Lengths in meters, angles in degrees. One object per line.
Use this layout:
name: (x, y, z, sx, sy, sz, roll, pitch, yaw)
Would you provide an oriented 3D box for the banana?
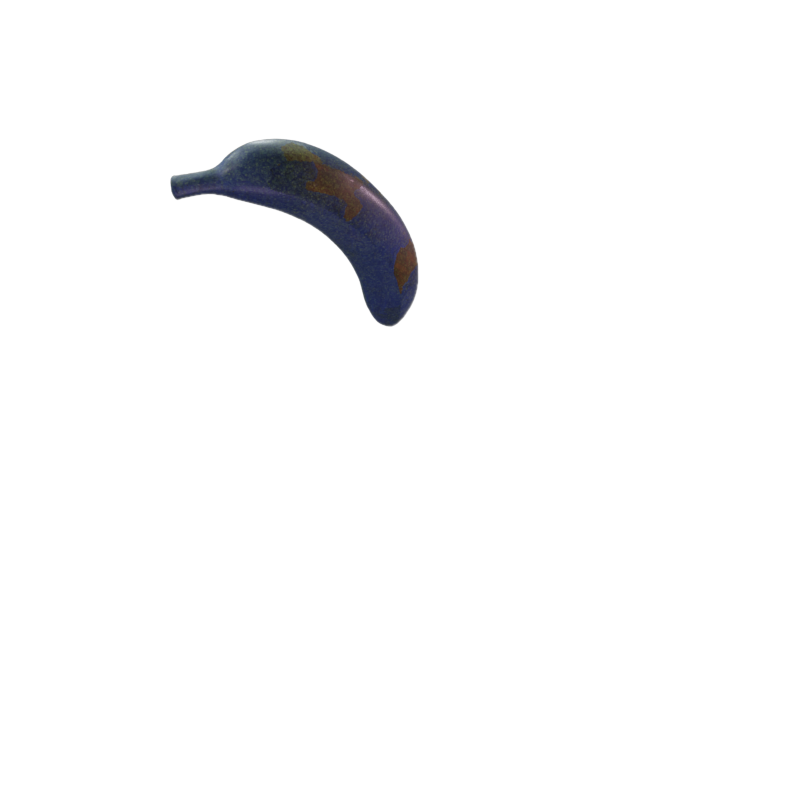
banana: (-0.035, -0.094, 0.607, 0.070, 0.039, 0.184, -19, -31, 31)
